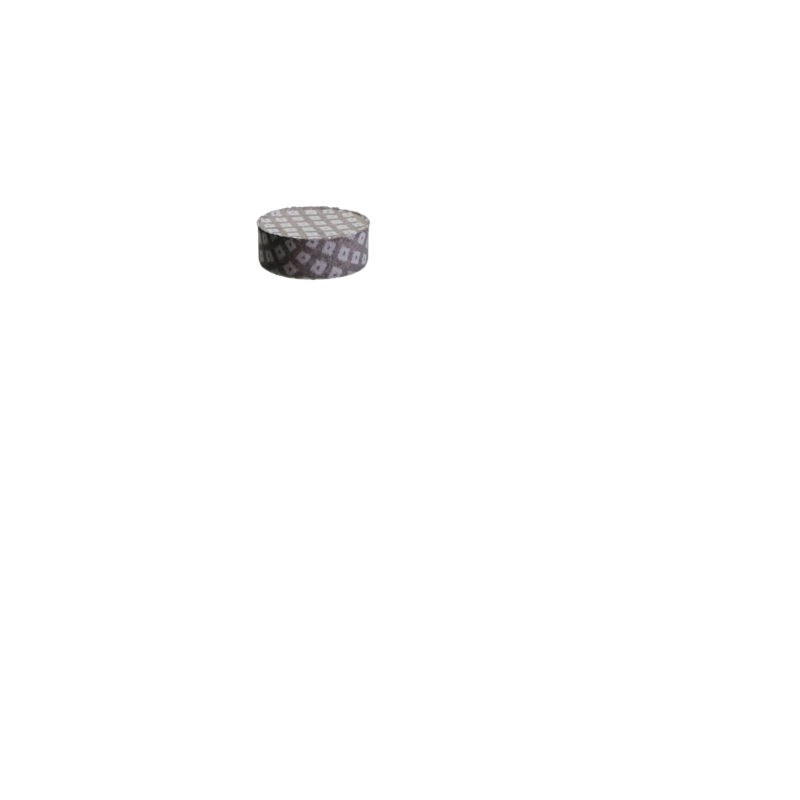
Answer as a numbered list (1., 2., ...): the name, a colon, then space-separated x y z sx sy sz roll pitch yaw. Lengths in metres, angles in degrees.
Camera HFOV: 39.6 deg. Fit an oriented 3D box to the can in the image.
1. can: -0.066 -0.120 0.844 0.086 0.032 0.090 -1 24 -2
